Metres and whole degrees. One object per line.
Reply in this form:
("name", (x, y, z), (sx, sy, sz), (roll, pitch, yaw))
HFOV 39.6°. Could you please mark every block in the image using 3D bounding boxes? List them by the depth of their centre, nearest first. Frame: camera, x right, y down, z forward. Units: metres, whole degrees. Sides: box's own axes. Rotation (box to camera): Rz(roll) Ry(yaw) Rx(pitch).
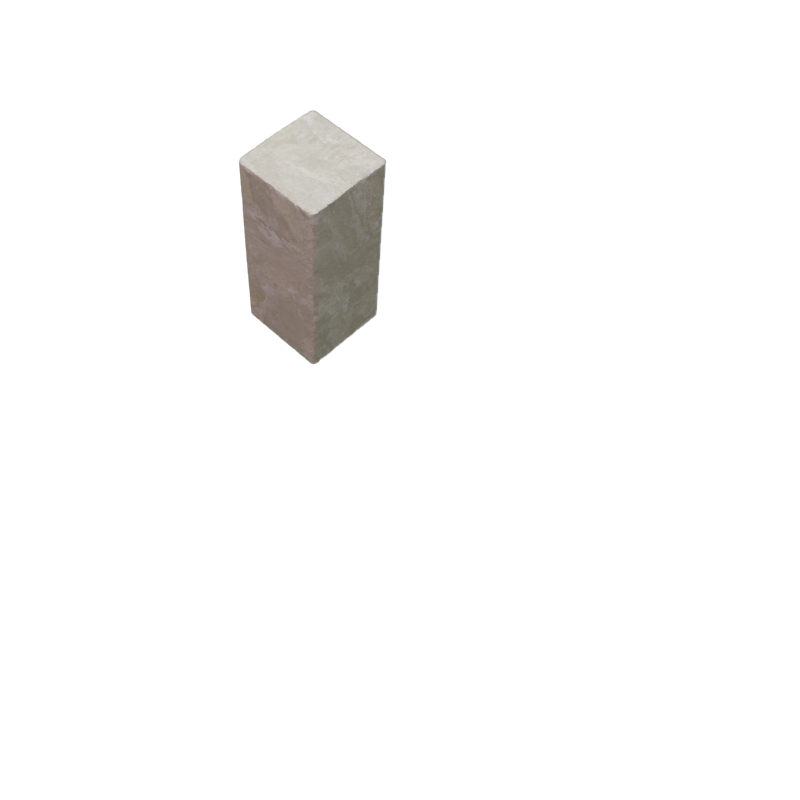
("block", (-0.078, -0.140, 0.983), (0.096, 0.193, 0.091), (39, 61, 22))
